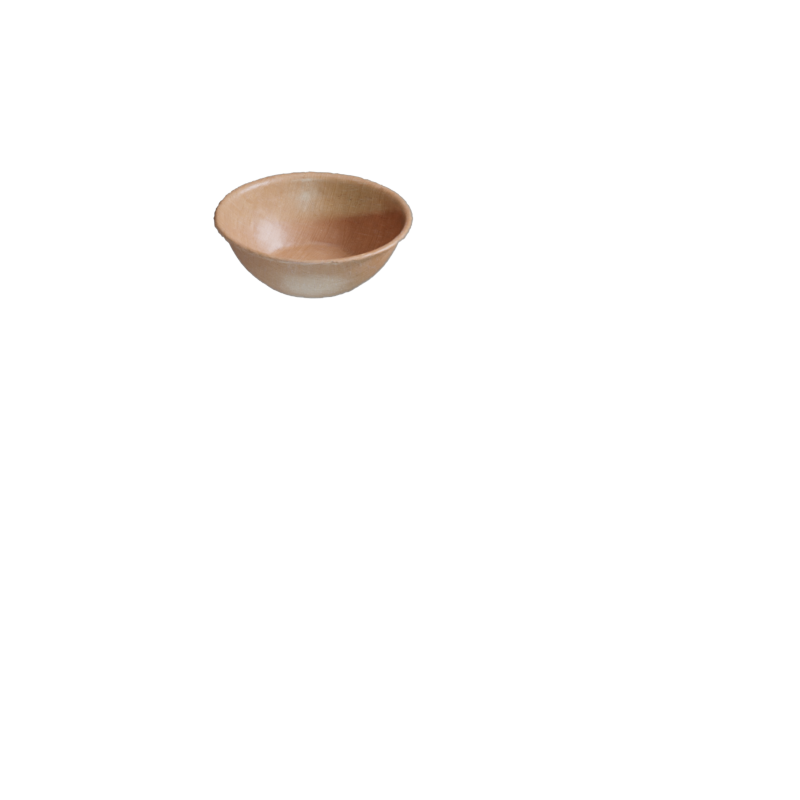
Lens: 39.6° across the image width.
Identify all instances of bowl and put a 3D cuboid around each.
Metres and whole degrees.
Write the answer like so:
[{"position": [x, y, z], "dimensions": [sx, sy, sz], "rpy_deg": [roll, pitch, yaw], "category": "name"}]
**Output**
[{"position": [-0.071, -0.130, 0.909], "dimensions": [0.162, 0.052, 0.173], "rpy_deg": [-1, 34, -2], "category": "bowl"}]
